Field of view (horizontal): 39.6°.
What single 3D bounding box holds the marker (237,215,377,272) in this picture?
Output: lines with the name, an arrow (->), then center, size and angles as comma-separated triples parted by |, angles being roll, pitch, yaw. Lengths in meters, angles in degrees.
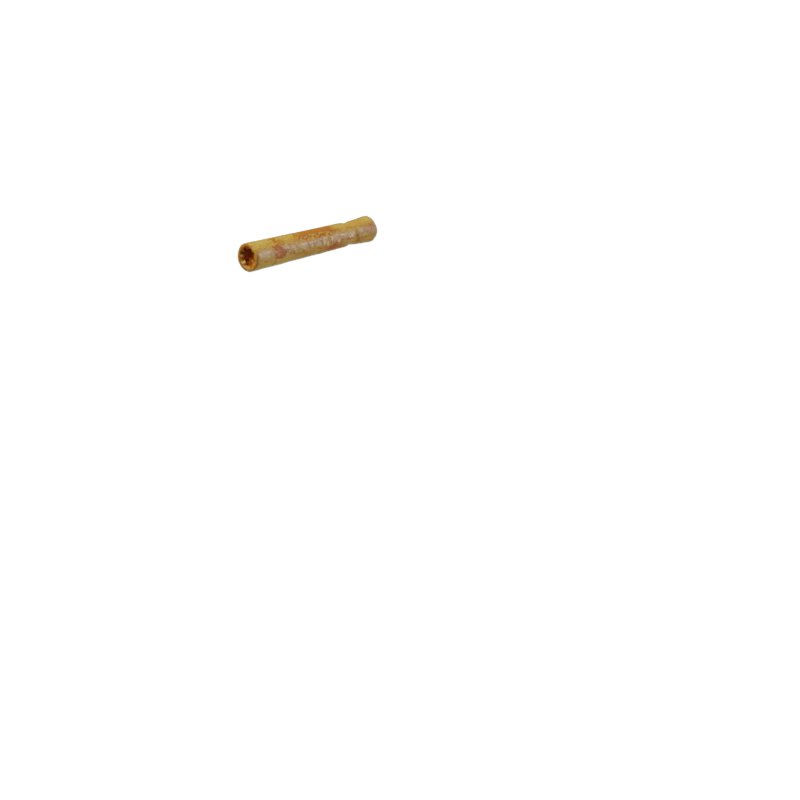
marker -> -0.058, -0.106, 0.741 | 0.021, 0.019, 0.119 | 4, 18, 42
